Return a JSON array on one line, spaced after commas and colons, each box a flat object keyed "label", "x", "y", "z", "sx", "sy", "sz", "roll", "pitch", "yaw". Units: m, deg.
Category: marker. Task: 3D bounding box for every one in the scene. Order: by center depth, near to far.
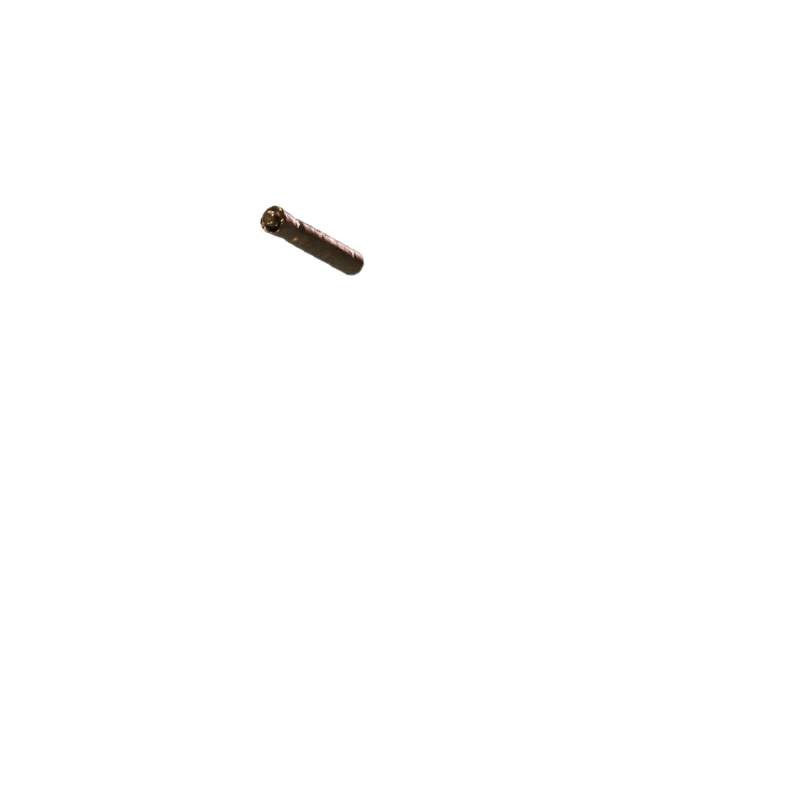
[{"label": "marker", "x": -0.059, "y": -0.108, "z": 0.757, "sx": 0.020, "sy": 0.020, "sz": 0.114, "roll": 2, "pitch": -8, "yaw": 27}]
